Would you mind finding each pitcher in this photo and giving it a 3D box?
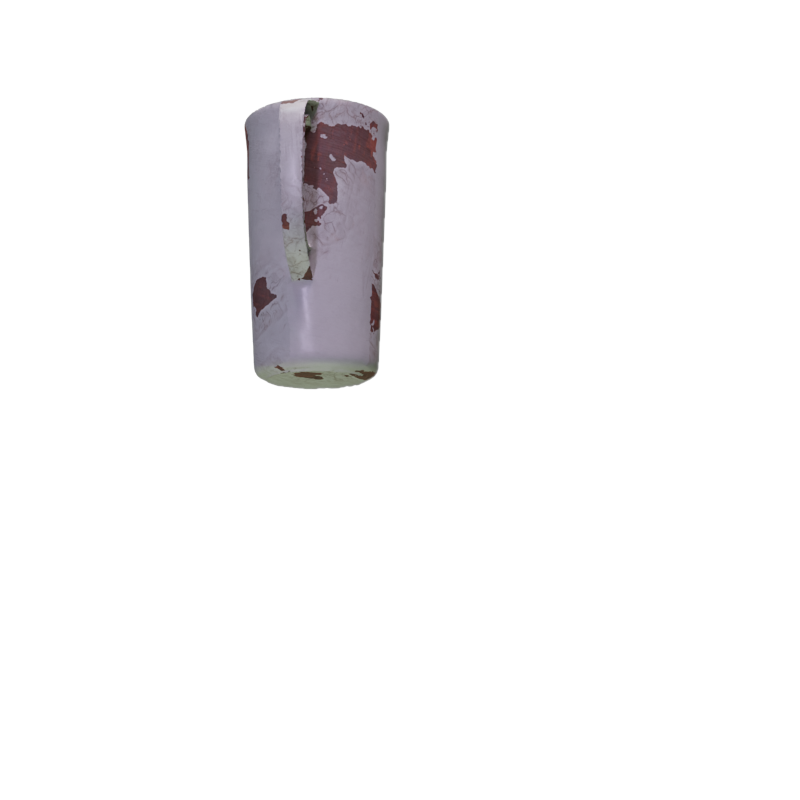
[{"bbox_3d":[-0.077,-0.140,0.978,0.142,0.253,0.146,10,-19,-35],"label":"pitcher"}]
